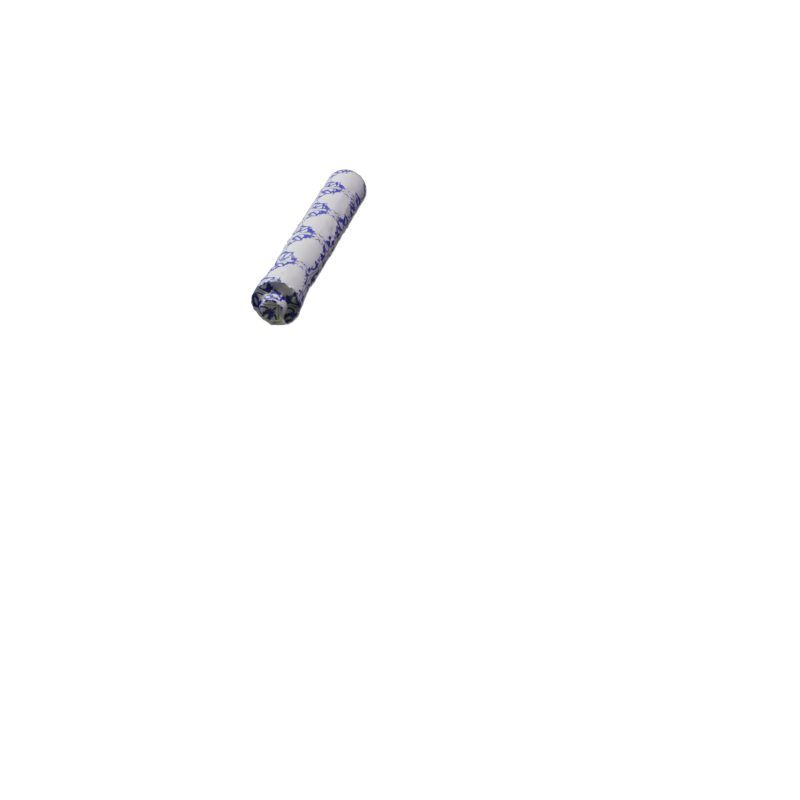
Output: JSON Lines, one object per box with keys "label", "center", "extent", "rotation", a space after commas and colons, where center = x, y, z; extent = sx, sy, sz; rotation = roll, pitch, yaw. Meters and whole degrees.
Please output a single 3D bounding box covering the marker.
{"label": "marker", "center": [-0.035, -0.064, 0.449], "extent": [0.020, 0.019, 0.126], "rotation": [0, 30, 12]}
